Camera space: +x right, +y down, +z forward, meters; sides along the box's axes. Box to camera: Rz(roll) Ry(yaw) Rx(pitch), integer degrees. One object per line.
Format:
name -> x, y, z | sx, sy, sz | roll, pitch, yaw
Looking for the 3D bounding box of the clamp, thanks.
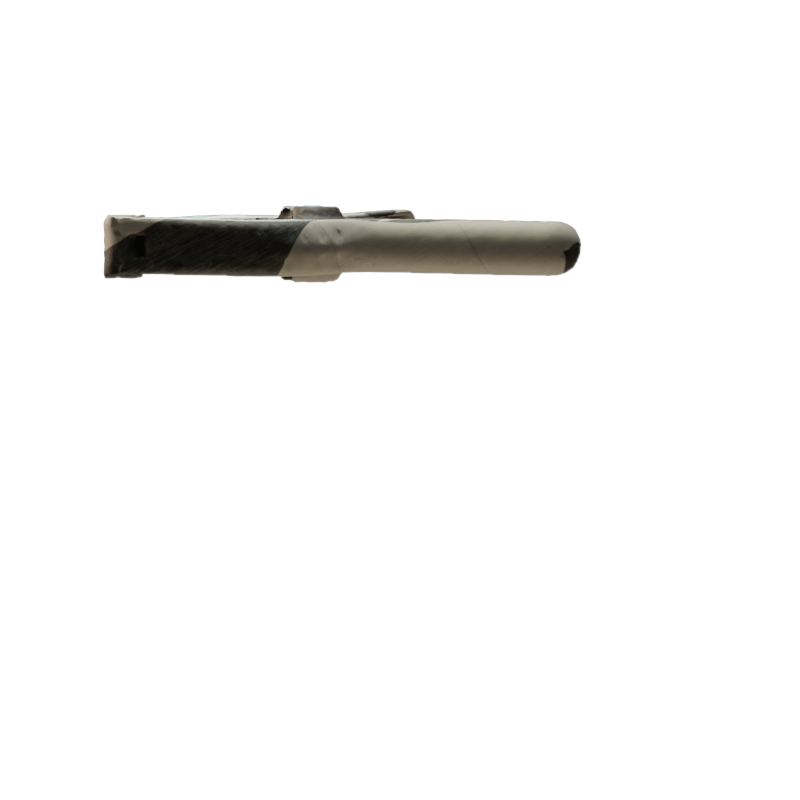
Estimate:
clamp -> -0.043, -0.078, 0.548 | 0.205, 0.036, 0.171 | -4, 11, -19
